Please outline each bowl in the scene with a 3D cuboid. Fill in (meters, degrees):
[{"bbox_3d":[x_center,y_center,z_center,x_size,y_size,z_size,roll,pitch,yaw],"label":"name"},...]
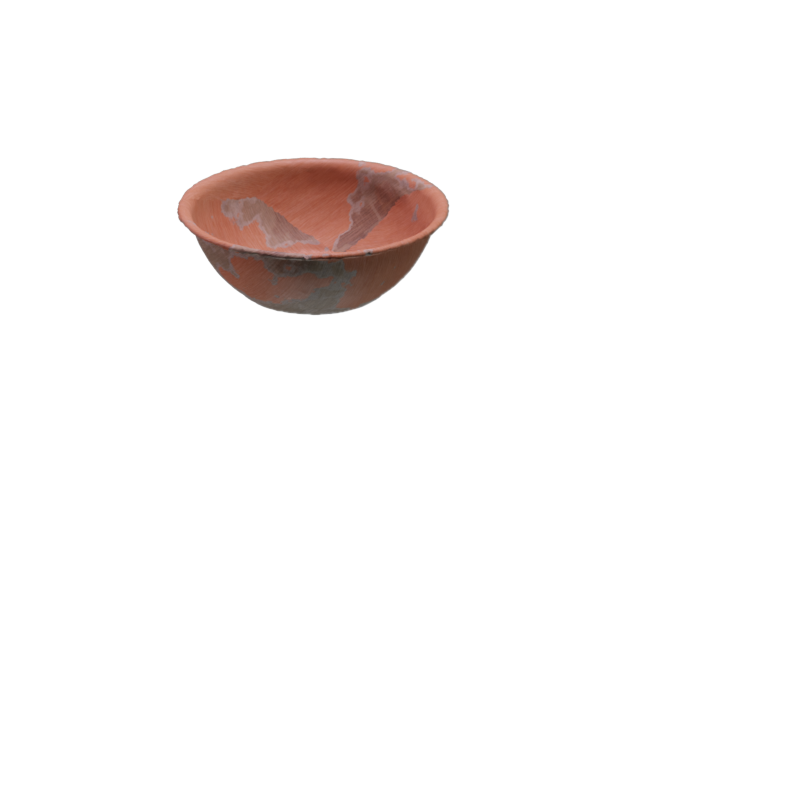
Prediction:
[{"bbox_3d":[-0.053,-0.096,0.672,0.162,0.052,0.172,-1,29,-2],"label":"bowl"}]
